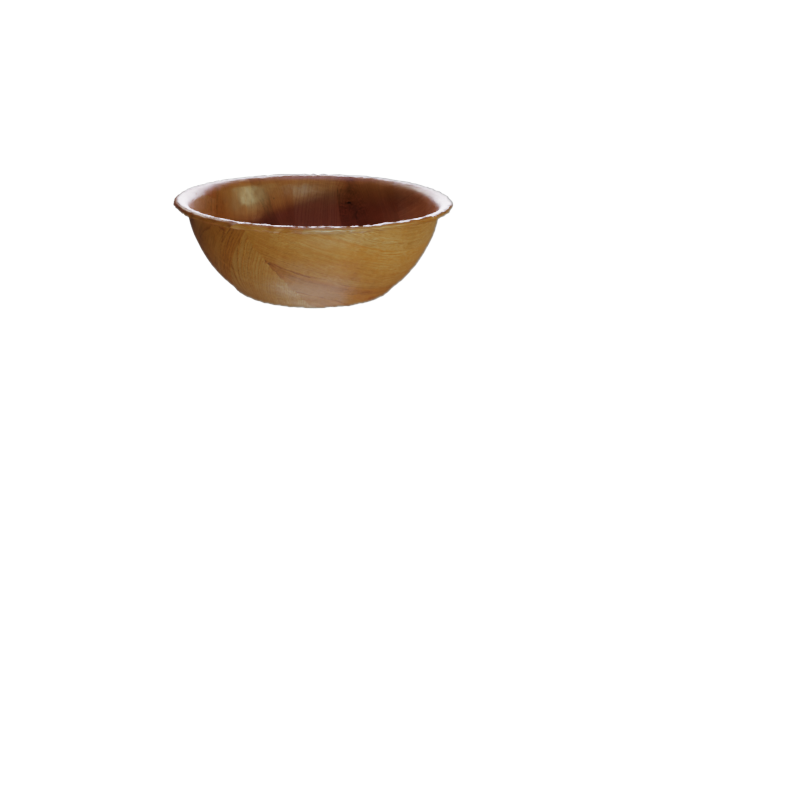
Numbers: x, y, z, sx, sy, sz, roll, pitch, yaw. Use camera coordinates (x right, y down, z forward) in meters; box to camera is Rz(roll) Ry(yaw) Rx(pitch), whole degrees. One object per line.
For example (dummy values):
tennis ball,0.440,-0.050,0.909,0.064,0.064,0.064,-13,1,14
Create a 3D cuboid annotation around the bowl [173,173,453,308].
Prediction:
bowl,-0.051,-0.093,0.652,0.162,0.053,0.169,-1,20,-2
